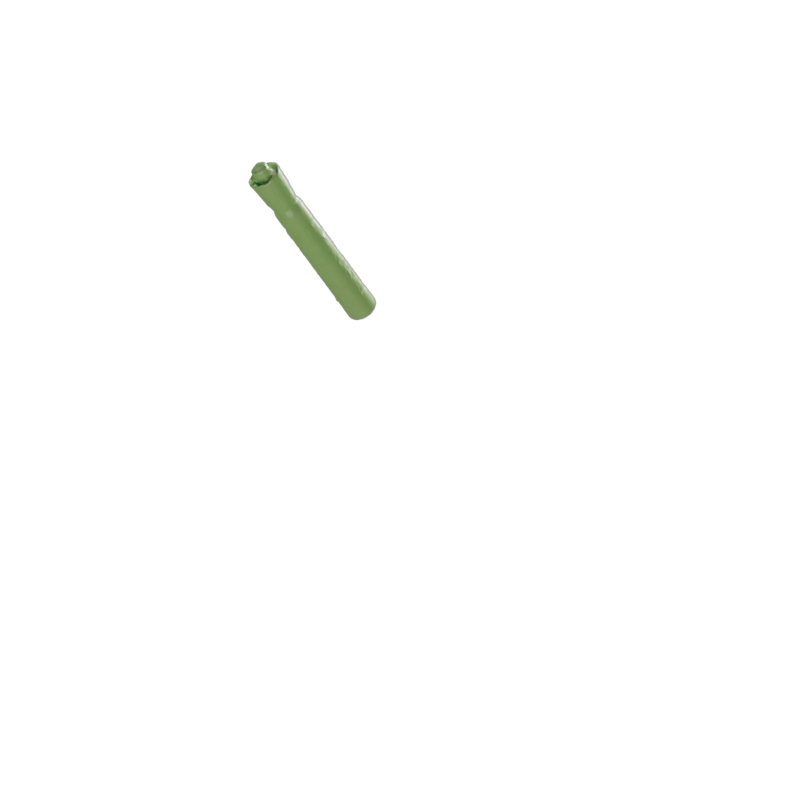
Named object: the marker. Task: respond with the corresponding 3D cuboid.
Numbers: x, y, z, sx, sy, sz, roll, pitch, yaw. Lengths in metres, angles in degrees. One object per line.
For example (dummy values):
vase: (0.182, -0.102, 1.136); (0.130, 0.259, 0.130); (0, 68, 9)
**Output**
marker: (-0.048, -0.088, 0.618); (0.020, 0.020, 0.112); (2, -36, 38)
